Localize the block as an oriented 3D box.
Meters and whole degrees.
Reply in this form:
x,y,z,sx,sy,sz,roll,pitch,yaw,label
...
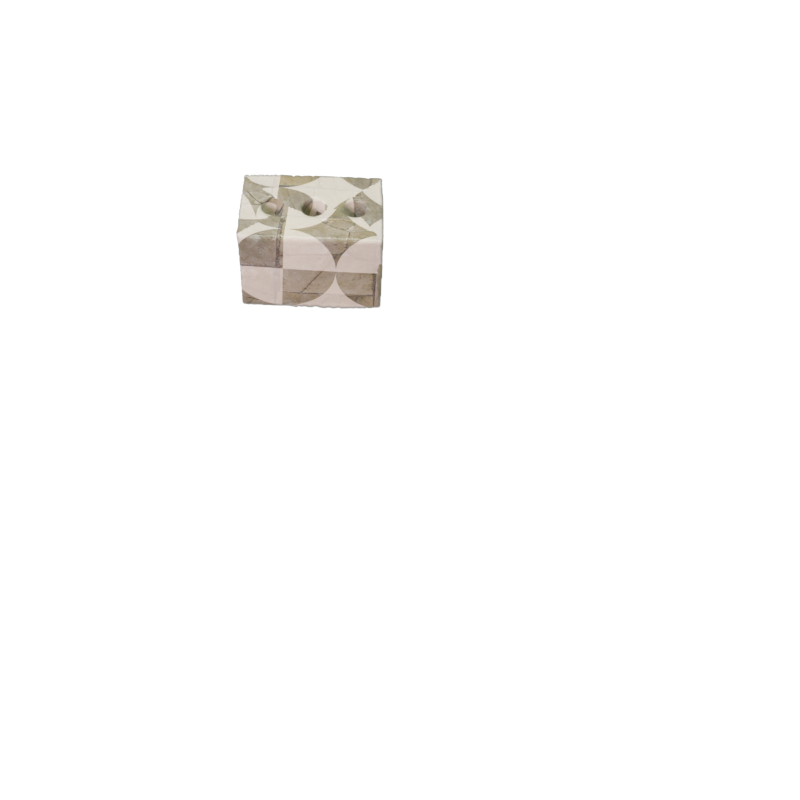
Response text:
x,y,z,sx,sy,sz,roll,pitch,yaw,label
-0.047,-0.086,0.603,0.078,0.056,0.048,1,-44,0,block
